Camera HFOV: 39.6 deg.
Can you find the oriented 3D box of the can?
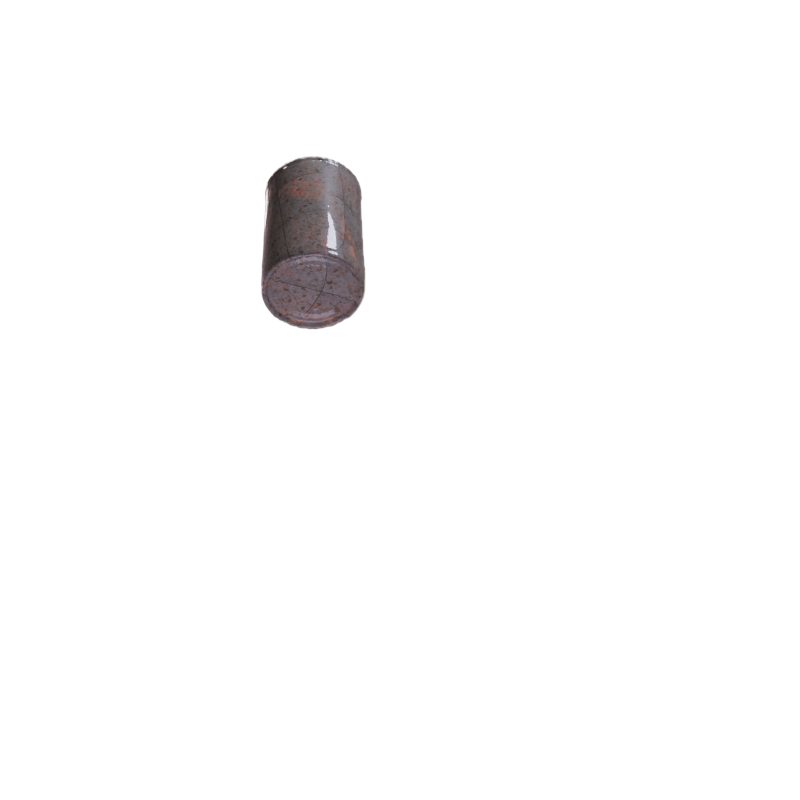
[{"bbox_3d":[-0.058,-0.105,0.738,0.068,0.064,0.110,-1,44,-3],"label":"can"}]
